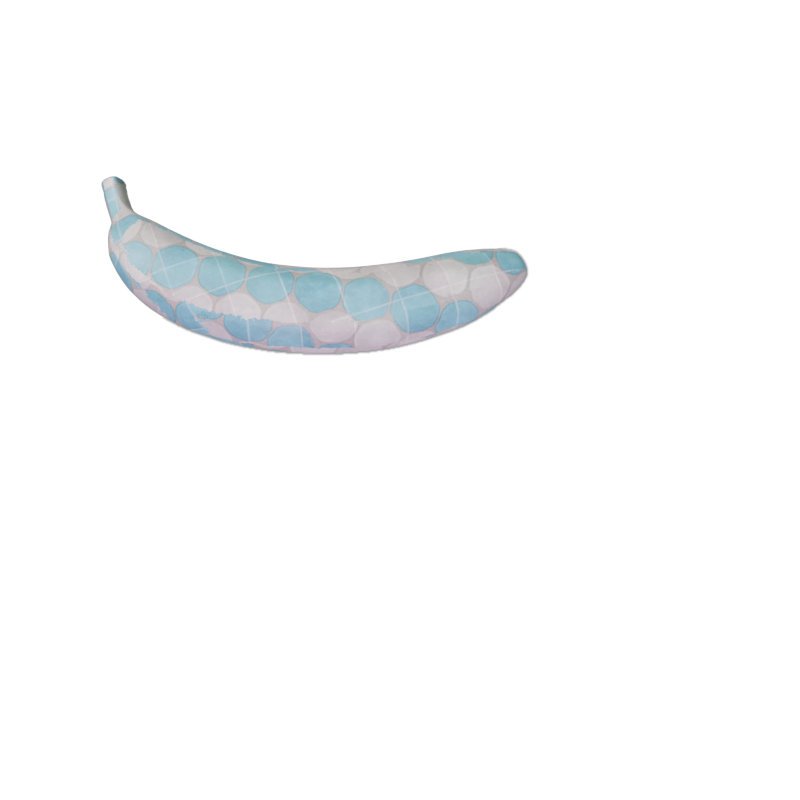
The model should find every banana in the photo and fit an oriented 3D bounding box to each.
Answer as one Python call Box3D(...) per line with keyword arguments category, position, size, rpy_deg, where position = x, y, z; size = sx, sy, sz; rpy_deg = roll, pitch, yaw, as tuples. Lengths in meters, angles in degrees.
Box3D(category="banana", position=(-0.046, -0.053, 0.484), size=(0.199, 0.072, 0.035), rpy_deg=(12, -19, 4))
